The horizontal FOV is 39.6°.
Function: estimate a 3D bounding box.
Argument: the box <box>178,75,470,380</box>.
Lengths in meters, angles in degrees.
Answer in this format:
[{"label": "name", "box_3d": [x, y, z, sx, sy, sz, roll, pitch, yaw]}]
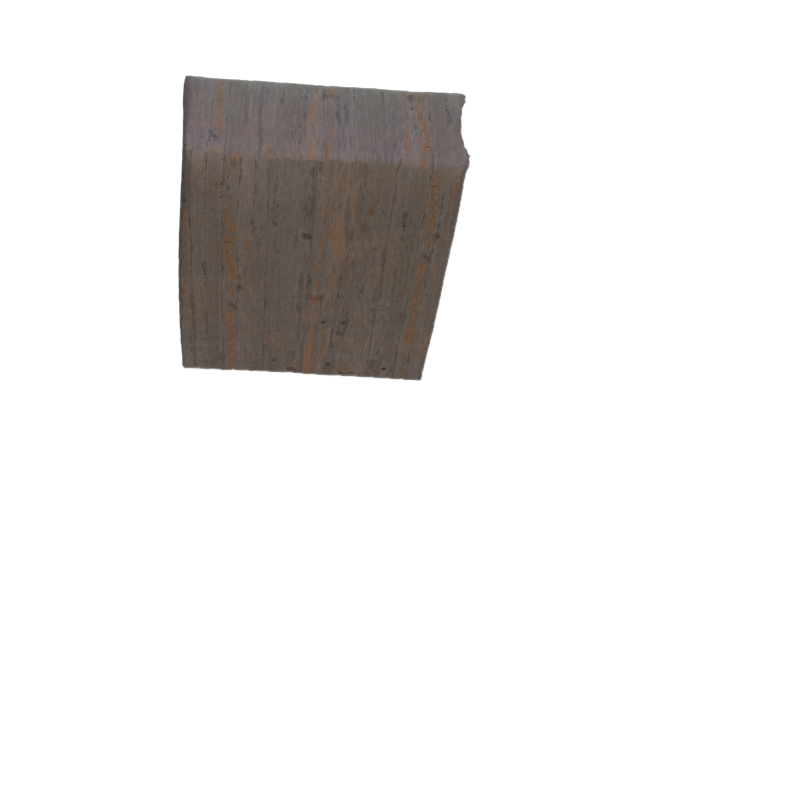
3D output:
[{"label": "box", "box_3d": [-0.030, -0.054, 0.376, 0.089, 0.042, 0.106, 3, -37, -5]}]
